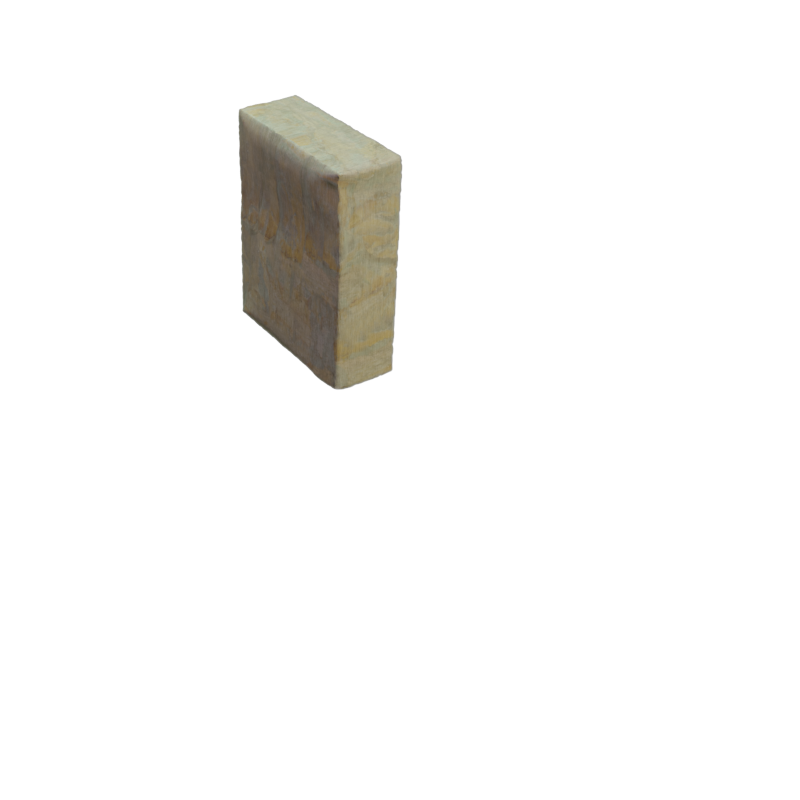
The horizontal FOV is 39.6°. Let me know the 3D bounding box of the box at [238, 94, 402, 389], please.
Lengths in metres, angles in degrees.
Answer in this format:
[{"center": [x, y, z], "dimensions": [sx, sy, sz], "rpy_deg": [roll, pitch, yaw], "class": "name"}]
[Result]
[{"center": [-0.077, -0.140, 0.983], "dimensions": [0.071, 0.201, 0.177], "rpy_deg": [-18, 38, -30], "class": "box"}]
